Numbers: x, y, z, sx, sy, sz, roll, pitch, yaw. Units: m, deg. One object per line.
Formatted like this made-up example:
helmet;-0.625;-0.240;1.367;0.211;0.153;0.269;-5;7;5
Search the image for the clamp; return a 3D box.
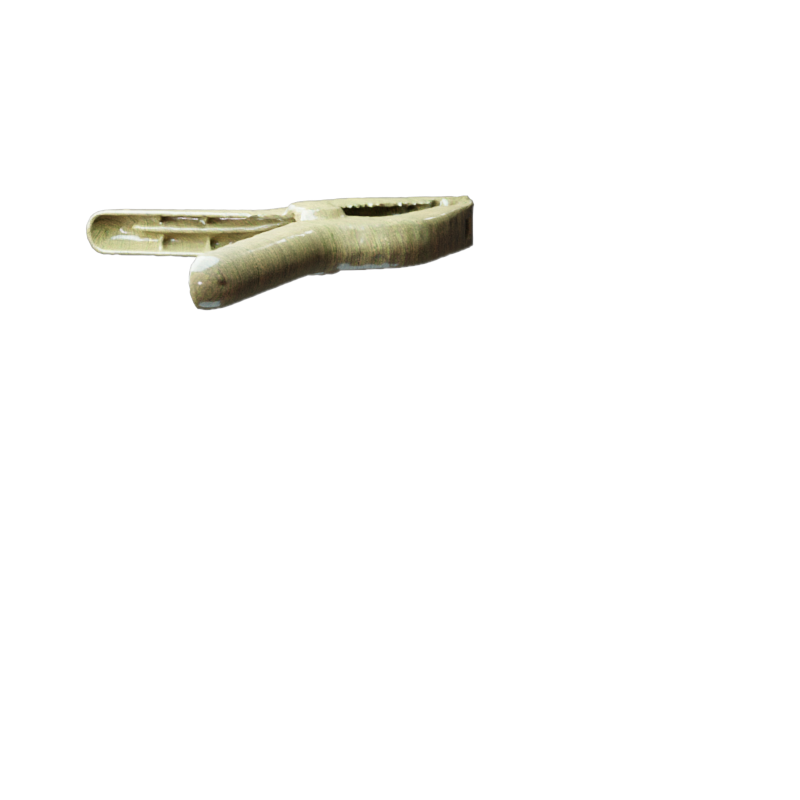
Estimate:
clamp;-0.045;-0.082;0.577;0.205;0.035;0.174;-8;20;-22
